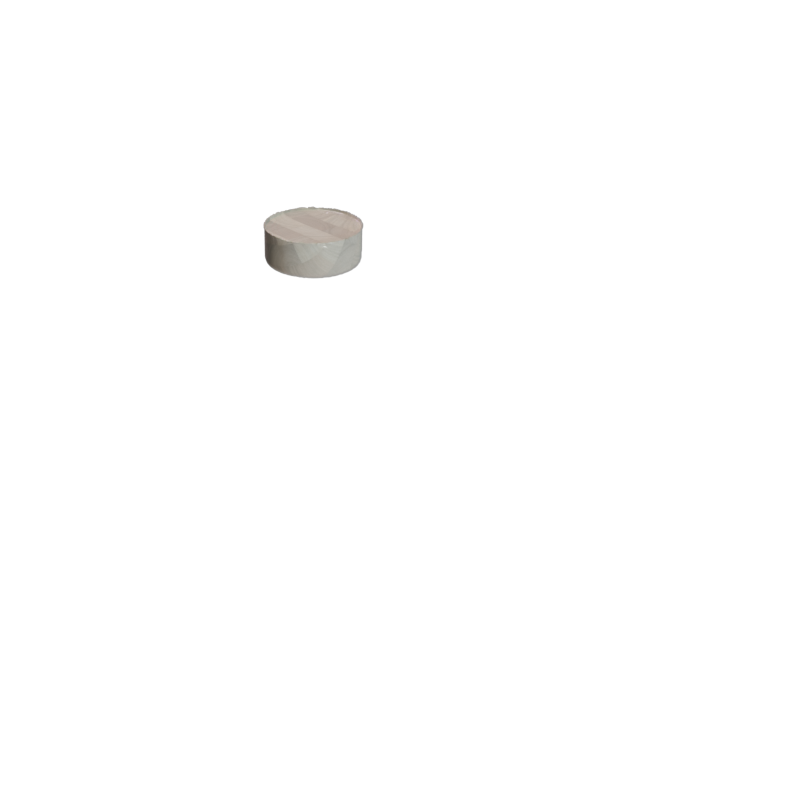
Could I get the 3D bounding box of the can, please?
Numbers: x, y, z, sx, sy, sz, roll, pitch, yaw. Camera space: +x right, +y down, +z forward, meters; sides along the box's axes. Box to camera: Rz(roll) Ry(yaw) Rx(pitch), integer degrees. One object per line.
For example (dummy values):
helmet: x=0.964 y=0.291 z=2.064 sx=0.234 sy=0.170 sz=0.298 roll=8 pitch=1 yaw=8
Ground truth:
can: x=-0.075 y=-0.137 z=0.958 sx=0.086 sy=0.032 sz=0.091 roll=-1 pitch=28 yaw=-2
